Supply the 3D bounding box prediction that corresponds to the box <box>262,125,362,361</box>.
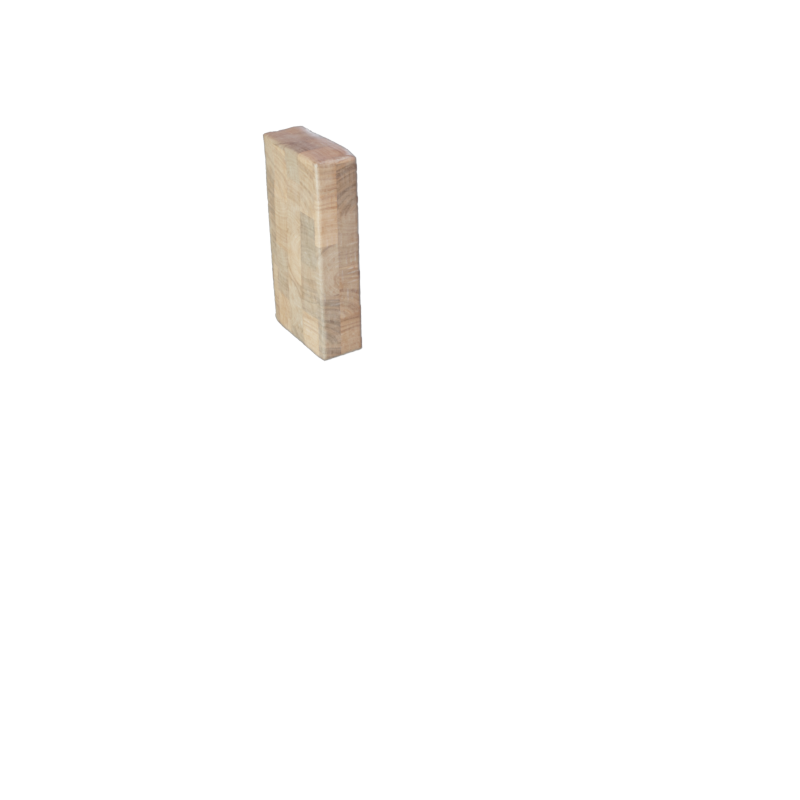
[{"bbox_3d":[-0.072,-0.133,0.929,0.047,0.167,0.100,-13,30,-29],"label":"box"}]
